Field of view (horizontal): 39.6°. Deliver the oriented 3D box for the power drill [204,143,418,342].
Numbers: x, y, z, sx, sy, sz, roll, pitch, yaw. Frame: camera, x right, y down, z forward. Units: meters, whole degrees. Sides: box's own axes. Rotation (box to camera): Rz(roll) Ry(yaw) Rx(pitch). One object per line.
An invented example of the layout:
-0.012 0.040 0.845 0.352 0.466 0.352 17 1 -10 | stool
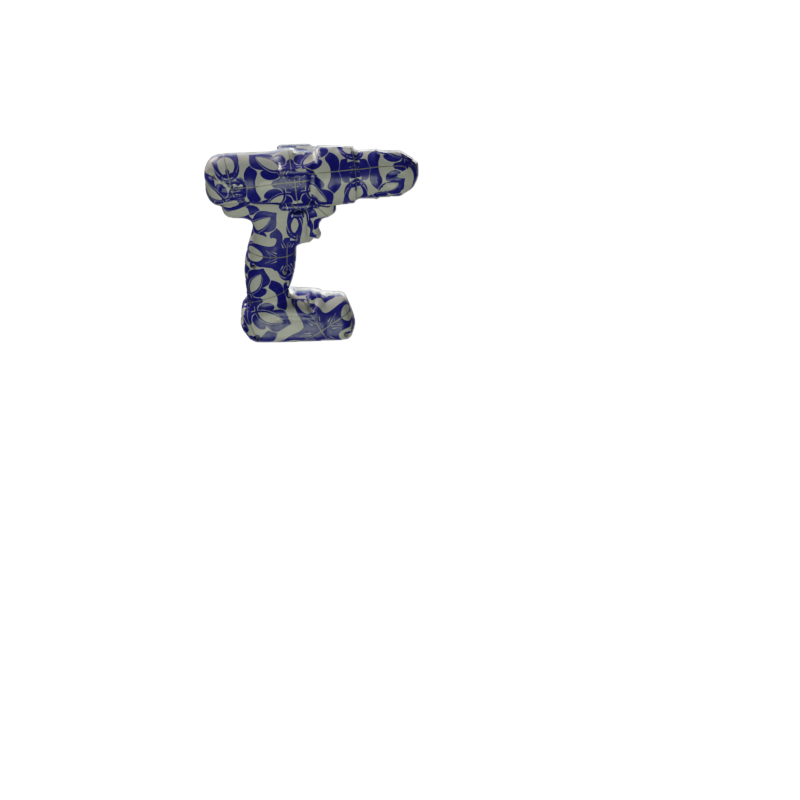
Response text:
-0.078 -0.142 0.992 0.184 0.176 0.061 0 34 0 | power drill
